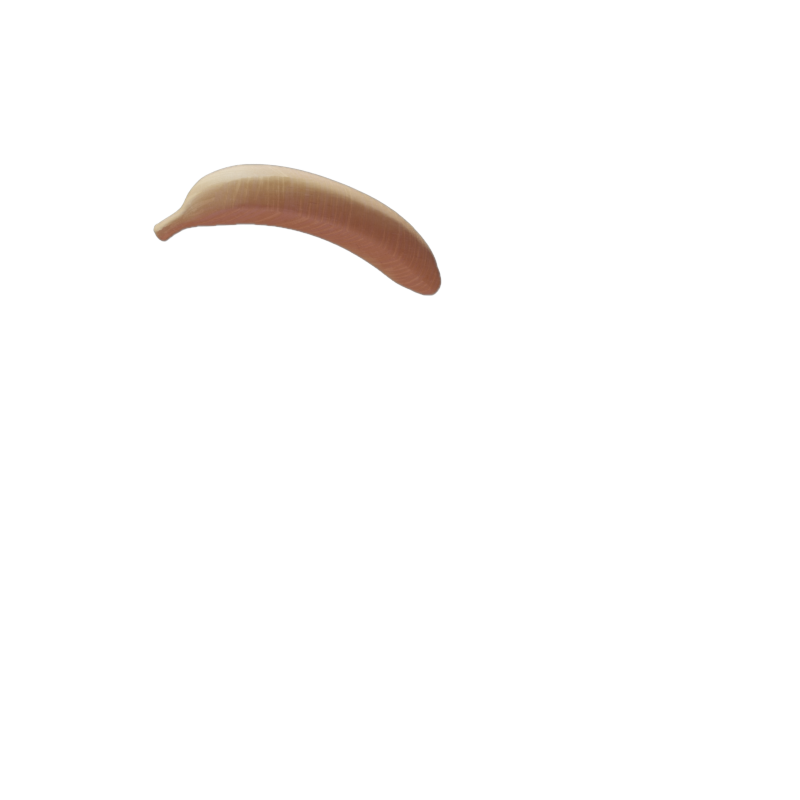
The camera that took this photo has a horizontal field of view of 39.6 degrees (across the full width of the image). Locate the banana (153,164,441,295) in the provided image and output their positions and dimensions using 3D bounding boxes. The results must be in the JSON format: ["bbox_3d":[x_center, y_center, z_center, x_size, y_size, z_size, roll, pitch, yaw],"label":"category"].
[{"bbox_3d":[-0.052,-0.112,0.704,0.191,0.039,0.067,12,-35,-18],"label":"banana"}]
